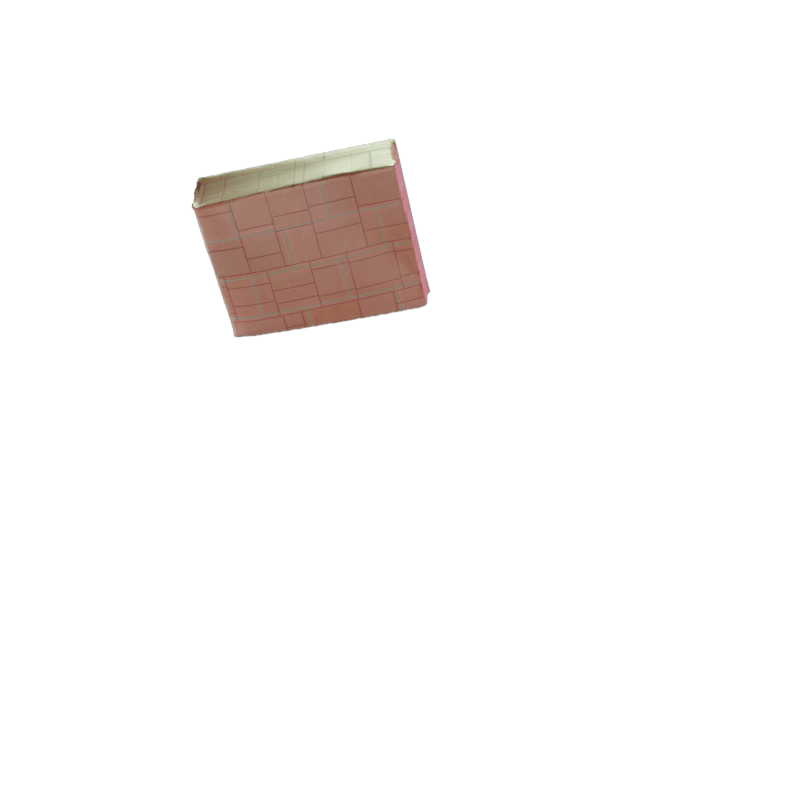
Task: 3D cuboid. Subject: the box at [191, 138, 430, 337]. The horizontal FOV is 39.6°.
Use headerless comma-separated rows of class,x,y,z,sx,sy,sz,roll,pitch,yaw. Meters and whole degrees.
box,-0.047,-0.086,0.606,0.114,0.084,0.041,-11,31,6
